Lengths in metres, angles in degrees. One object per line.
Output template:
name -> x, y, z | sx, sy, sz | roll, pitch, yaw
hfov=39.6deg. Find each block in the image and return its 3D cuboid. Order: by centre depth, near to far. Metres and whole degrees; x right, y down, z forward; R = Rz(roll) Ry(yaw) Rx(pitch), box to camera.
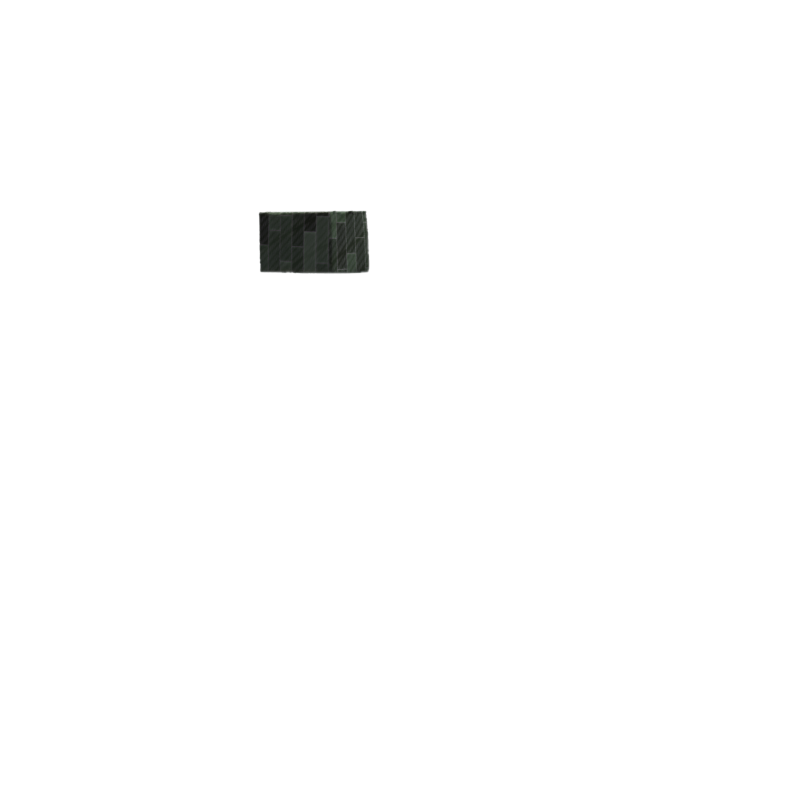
block -> -0.072, -0.131, 0.916 | 0.081, 0.051, 0.051 | 4, 6, 35
